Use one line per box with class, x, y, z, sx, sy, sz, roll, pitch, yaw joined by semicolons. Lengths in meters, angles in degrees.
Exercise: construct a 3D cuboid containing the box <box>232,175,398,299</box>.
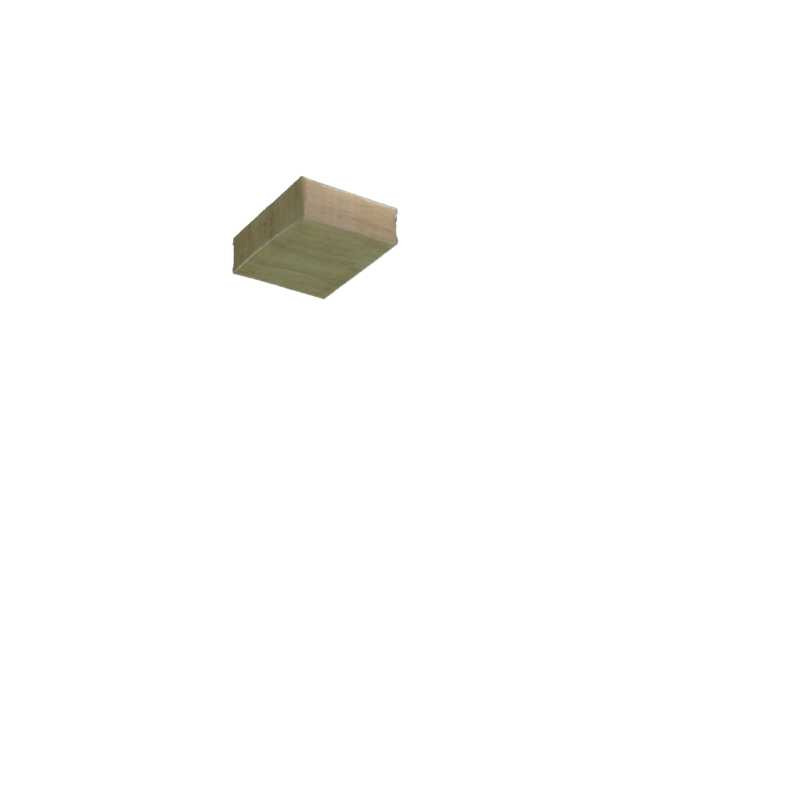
box;-0.069;-0.126;0.881;0.085;0.041;0.113;14;-26;-32
